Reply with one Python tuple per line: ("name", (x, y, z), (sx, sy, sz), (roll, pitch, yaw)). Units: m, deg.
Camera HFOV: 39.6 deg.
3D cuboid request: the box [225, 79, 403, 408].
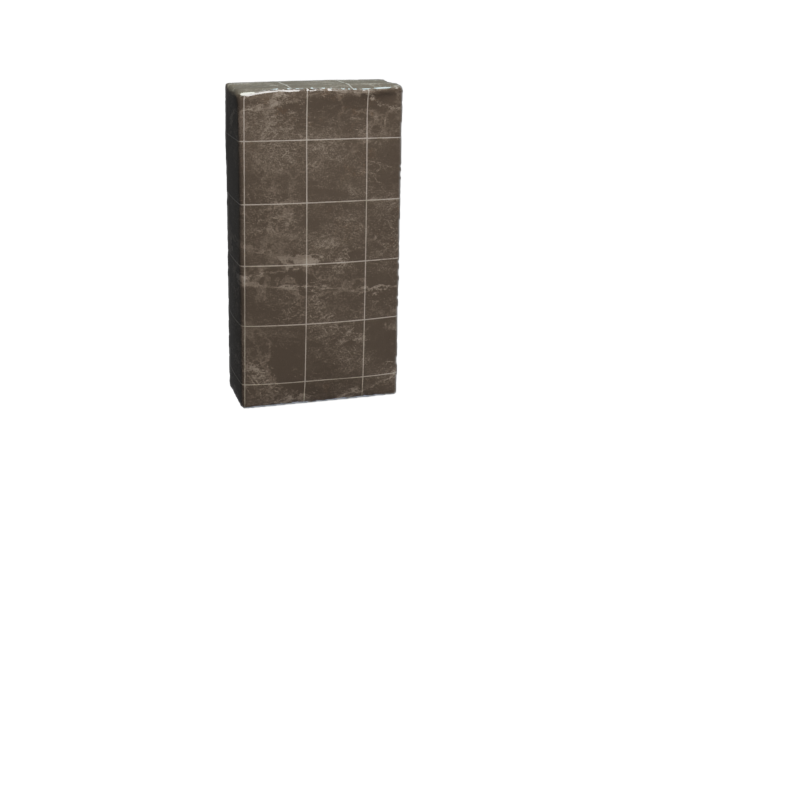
("box", (-0.048, -0.088, 0.617), (0.092, 0.169, 0.051), (-4, 18, -16))
